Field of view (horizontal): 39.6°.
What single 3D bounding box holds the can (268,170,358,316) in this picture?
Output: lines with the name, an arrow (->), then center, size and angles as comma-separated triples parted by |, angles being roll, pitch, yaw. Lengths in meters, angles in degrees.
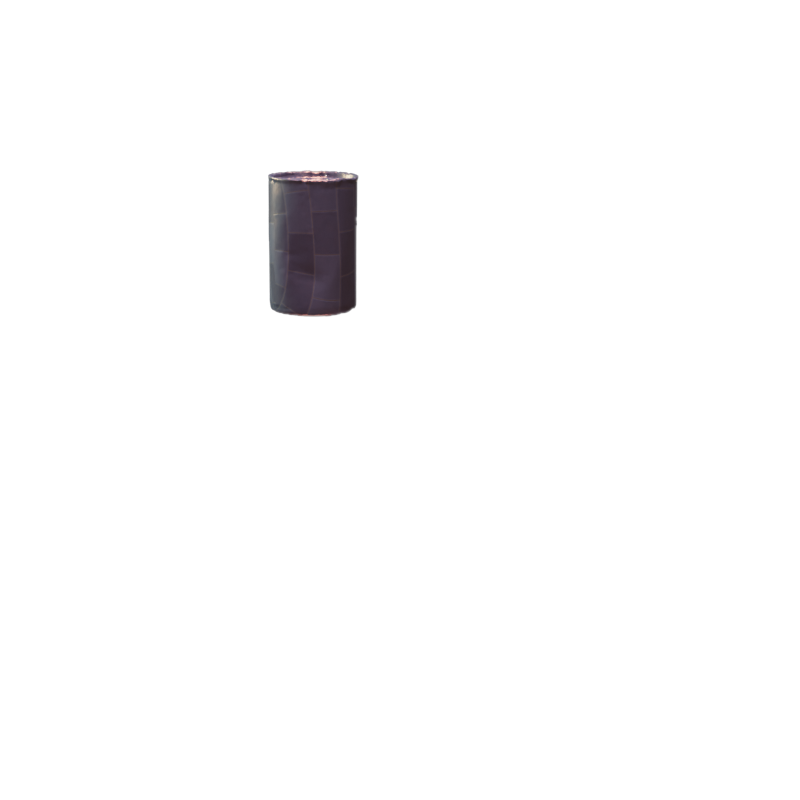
can -> -0.066, -0.120, 0.838 | 0.068, 0.100, 0.070 | 0, 12, -2
